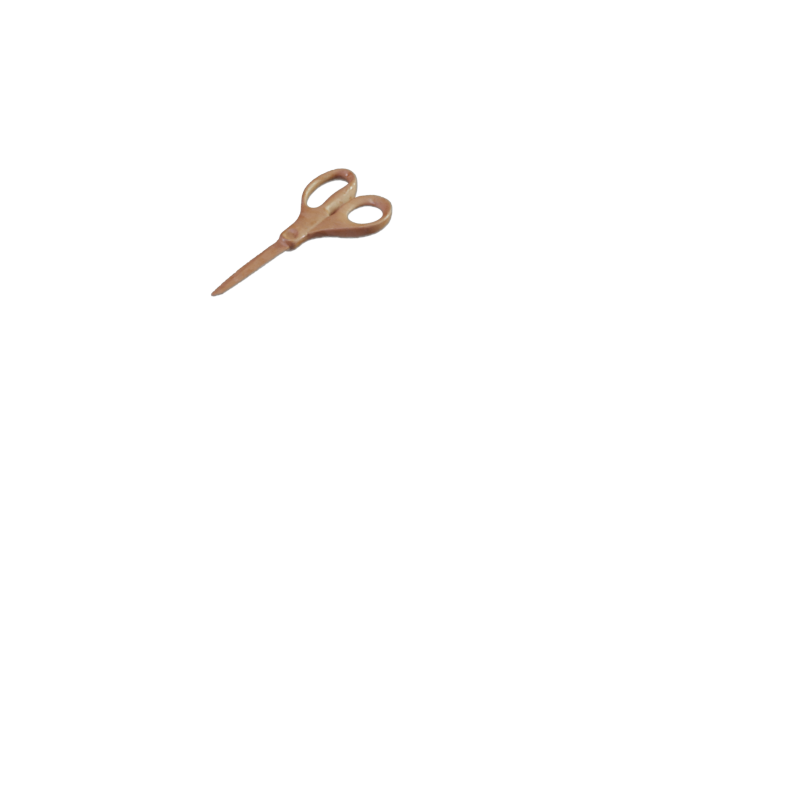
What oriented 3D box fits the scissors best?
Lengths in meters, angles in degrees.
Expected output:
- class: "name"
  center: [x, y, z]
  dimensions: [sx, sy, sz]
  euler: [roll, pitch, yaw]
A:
- class: "scissors"
  center: [-0.078, -0.142, 0.997]
  dimensions: [0.100, 0.015, 0.209]
  euler: [18, 50, 16]
